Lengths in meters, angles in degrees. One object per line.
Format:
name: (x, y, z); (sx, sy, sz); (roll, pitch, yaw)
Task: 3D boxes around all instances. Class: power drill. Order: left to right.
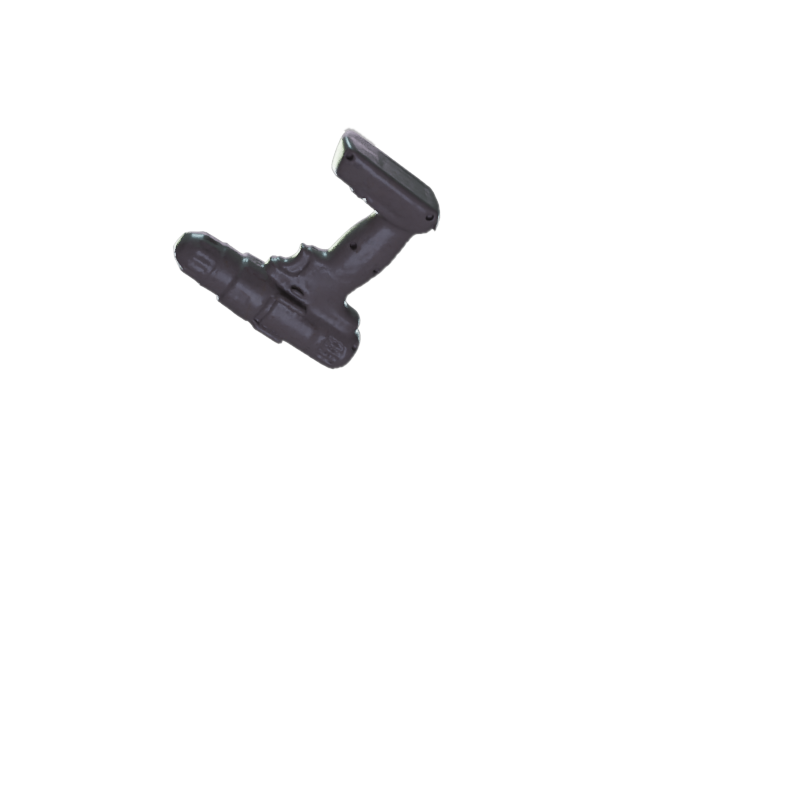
power drill: (-0.073, -0.133, 0.932); (0.177, 0.184, 0.061); (34, 25, -18)
